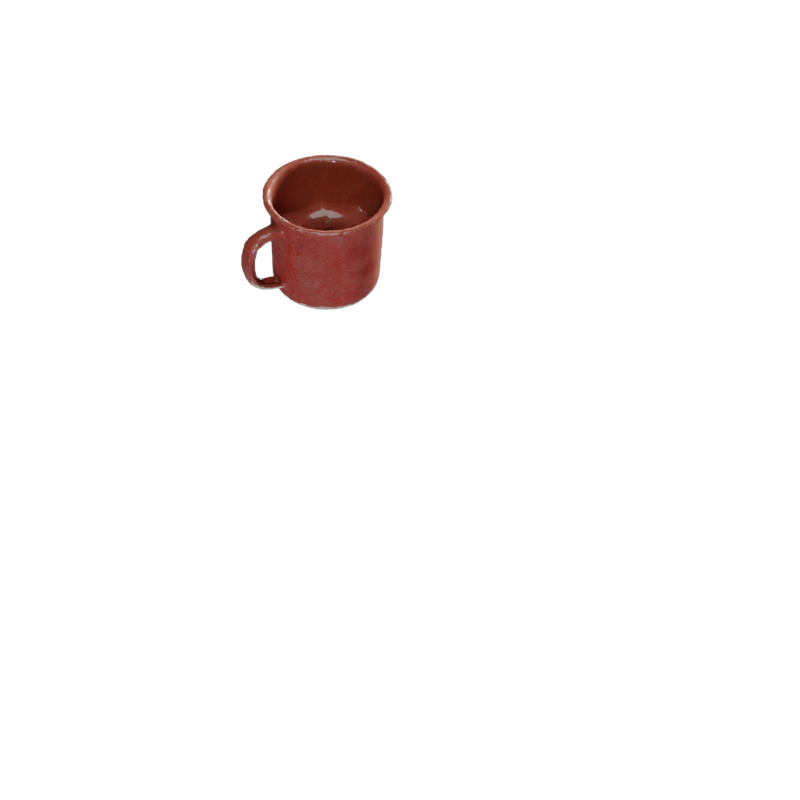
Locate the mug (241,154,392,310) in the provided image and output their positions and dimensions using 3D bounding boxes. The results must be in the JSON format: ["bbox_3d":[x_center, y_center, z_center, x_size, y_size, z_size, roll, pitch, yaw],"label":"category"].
[{"bbox_3d":[-0.064,-0.116,0.812,0.117,0.076,0.100,-28,52,-26],"label":"mug"}]
